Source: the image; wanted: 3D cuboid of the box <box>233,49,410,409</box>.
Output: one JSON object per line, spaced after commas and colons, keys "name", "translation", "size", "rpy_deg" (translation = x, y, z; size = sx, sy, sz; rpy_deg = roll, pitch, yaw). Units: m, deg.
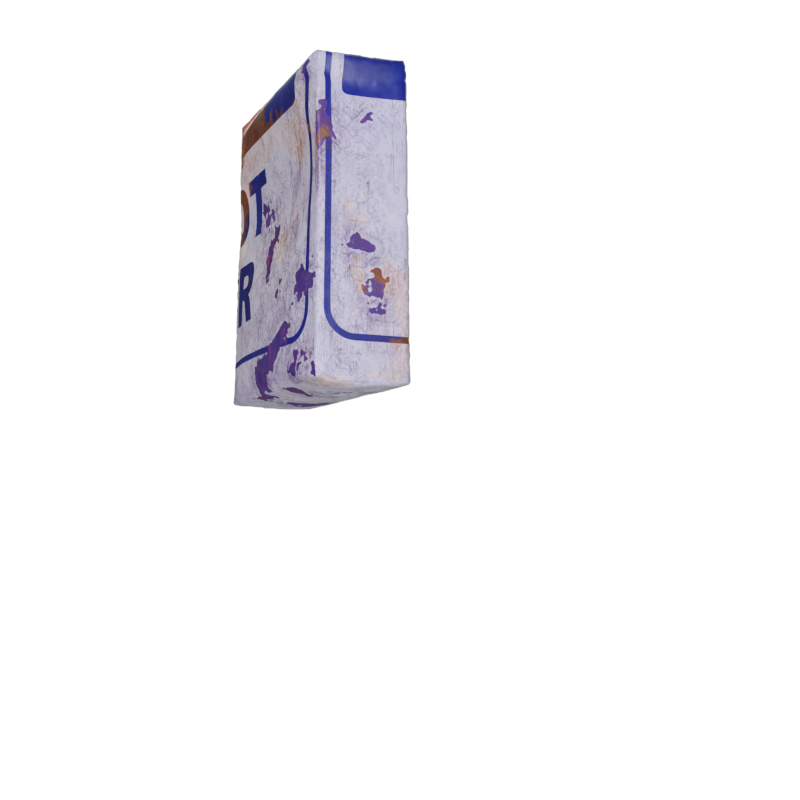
{"name": "box", "translation": [-0.059, -0.108, 0.755], "size": [0.069, 0.220, 0.165], "rpy_deg": [5, -12, -25]}
